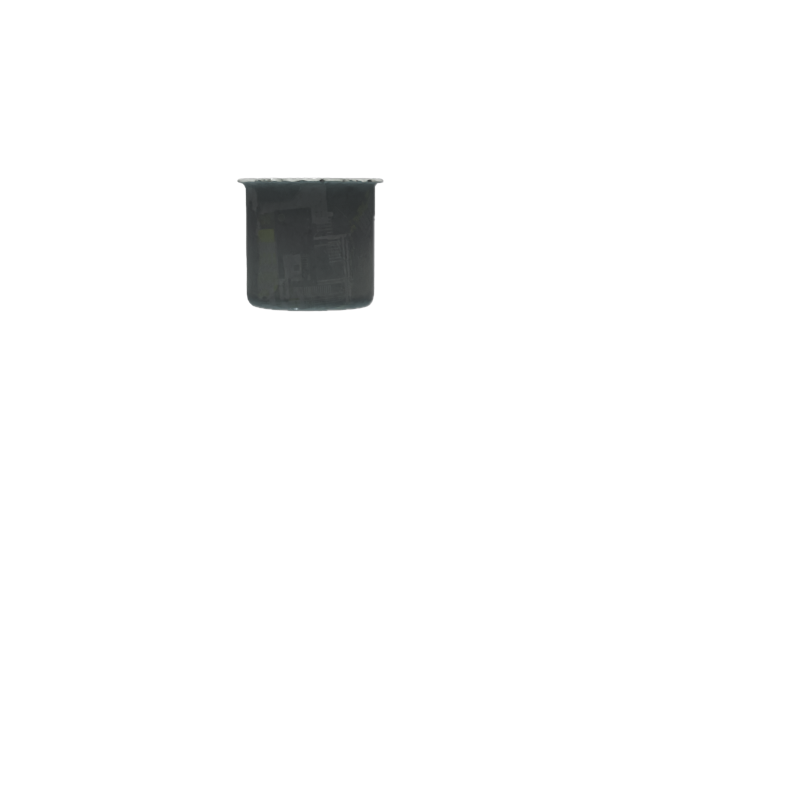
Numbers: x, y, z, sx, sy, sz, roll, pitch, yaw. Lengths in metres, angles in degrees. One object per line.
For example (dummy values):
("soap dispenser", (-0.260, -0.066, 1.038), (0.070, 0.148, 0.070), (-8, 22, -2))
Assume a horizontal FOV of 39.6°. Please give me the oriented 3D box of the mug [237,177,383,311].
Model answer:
("mug", (-0.056, -0.103, 0.719), (0.094, 0.081, 0.118), (1, 8, 6))
